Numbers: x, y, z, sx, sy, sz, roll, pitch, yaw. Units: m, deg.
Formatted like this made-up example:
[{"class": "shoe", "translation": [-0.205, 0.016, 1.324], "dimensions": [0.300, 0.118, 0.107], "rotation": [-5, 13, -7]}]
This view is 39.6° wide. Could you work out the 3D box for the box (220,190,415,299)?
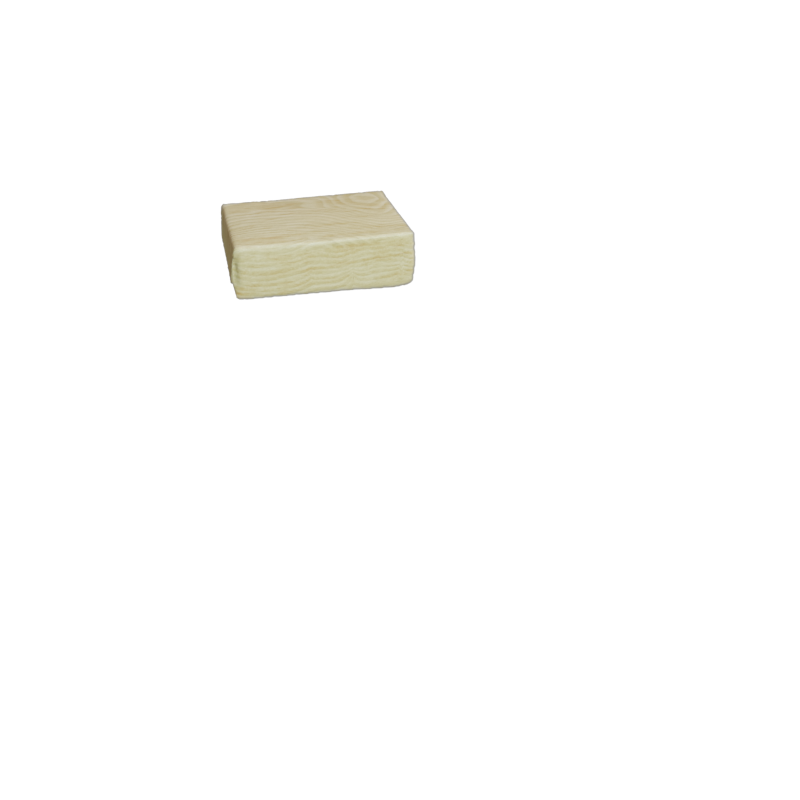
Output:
[{"class": "box", "translation": [-0.055, -0.101, 0.705], "dimensions": [0.112, 0.037, 0.096], "rotation": [-5, 27, -10]}]
